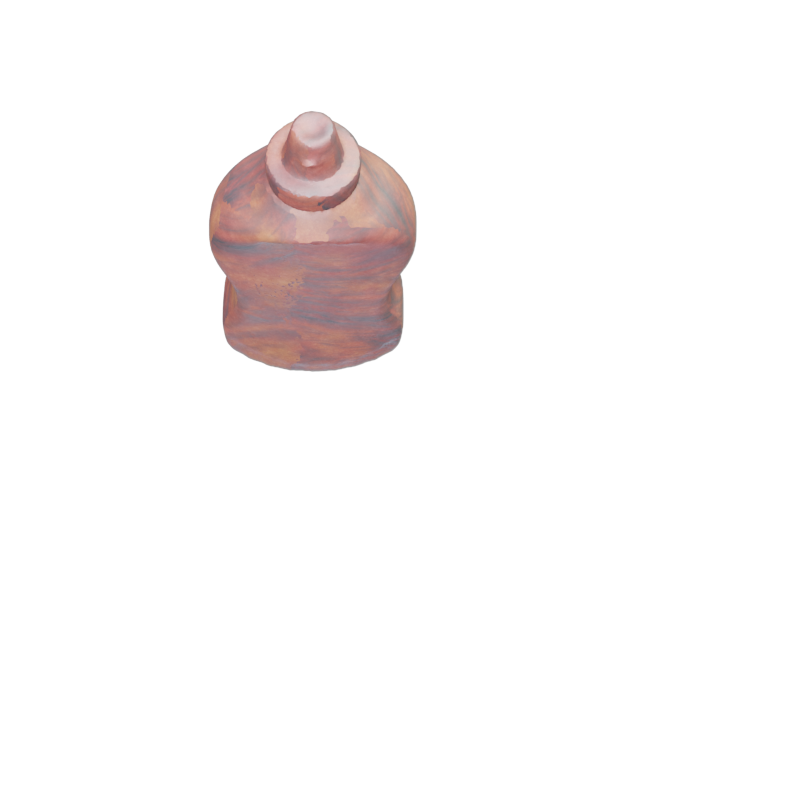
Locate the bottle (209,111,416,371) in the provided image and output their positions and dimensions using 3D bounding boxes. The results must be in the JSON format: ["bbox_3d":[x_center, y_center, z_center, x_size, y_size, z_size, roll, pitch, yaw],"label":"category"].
[{"bbox_3d":[-0.041,-0.075,0.529,0.096,0.062,0.181,3,-23,-2],"label":"bottle"}]
